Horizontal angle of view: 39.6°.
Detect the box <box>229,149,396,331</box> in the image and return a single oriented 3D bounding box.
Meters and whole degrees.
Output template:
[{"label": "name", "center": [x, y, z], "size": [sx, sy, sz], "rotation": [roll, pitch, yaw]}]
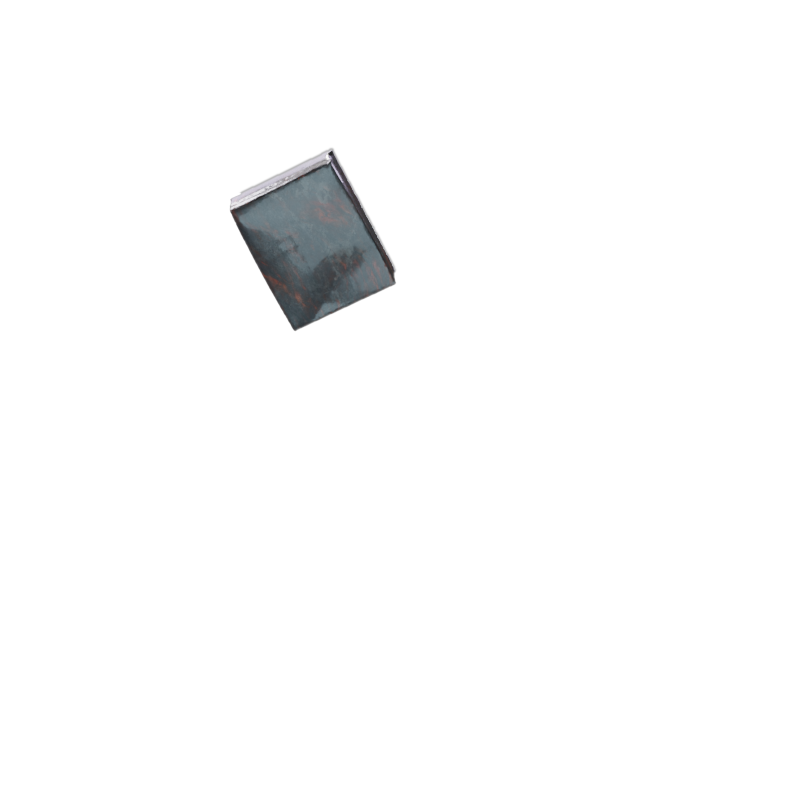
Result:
[{"label": "box", "center": [-0.066, -0.121, 0.848], "size": [0.090, 0.108, 0.041], "rotation": [-25, 20, 9]}]
